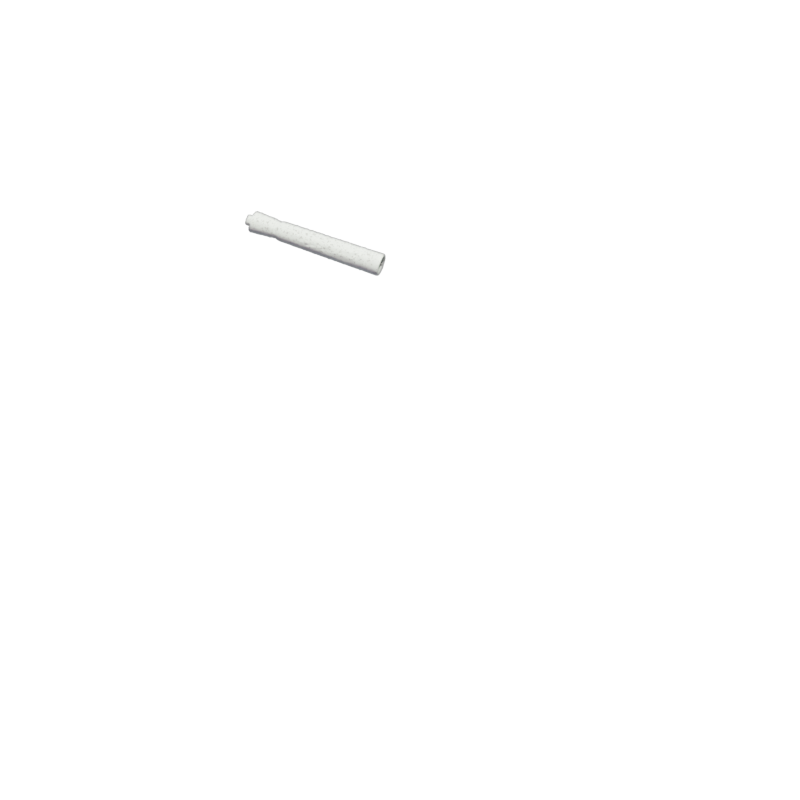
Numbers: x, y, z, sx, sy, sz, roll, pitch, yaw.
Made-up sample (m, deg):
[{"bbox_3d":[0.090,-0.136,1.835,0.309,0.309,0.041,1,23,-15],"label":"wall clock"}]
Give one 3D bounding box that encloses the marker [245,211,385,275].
[{"bbox_3d":[-0.071,-0.130,0.910,0.125,0.019,0.019,21,9,15],"label":"marker"}]
